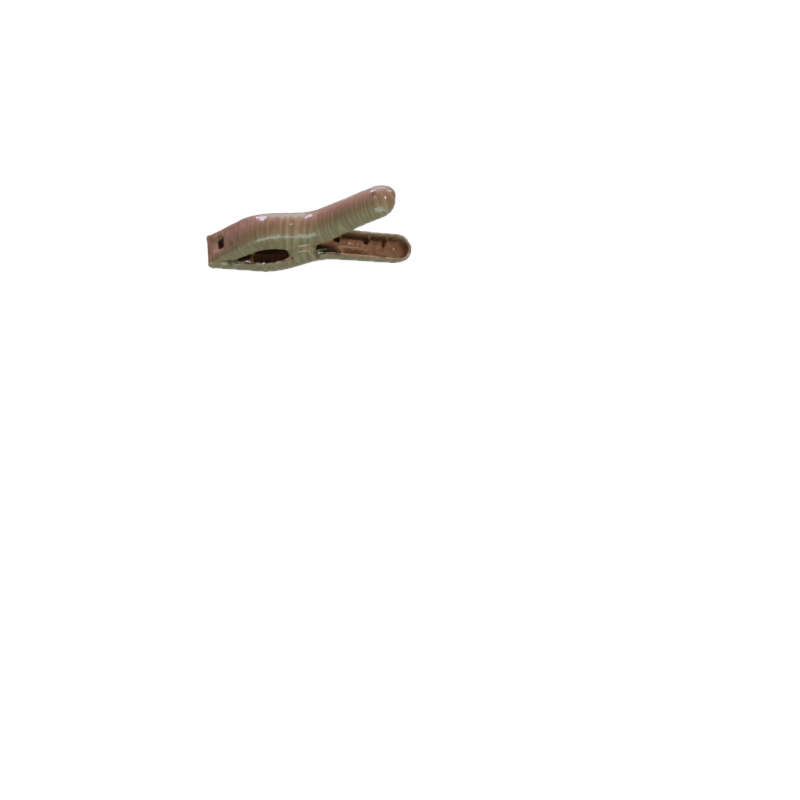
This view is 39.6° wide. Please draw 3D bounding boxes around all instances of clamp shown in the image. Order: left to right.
[{"bbox_3d":[-0.072,-0.132,0.922,0.174,0.041,0.112,-7,-23,17],"label":"clamp"}]
